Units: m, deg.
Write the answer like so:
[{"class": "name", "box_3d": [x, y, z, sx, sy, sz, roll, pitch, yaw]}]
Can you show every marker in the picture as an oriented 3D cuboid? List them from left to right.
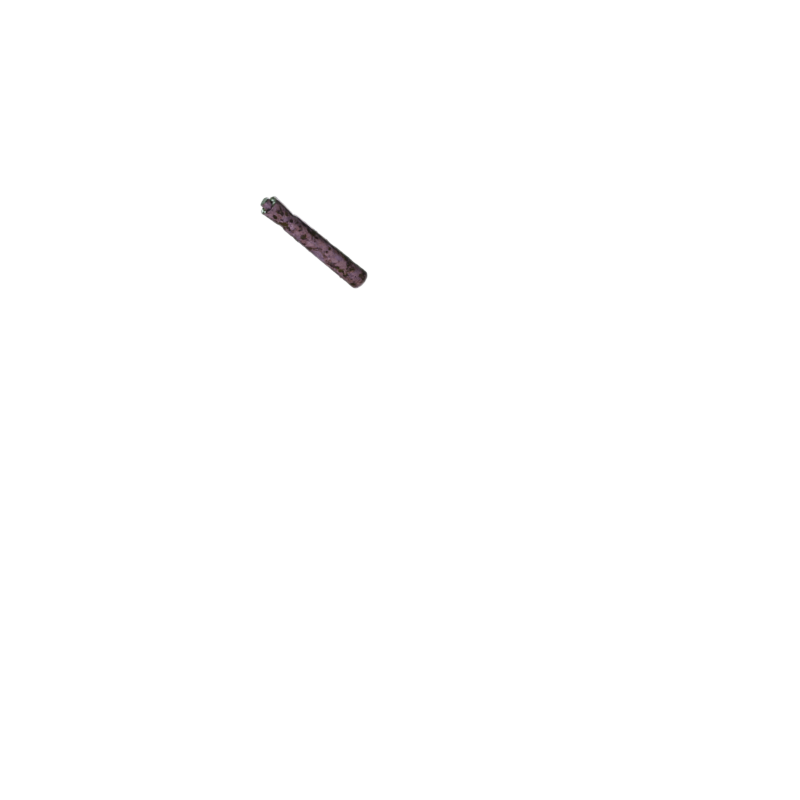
[{"class": "marker", "box_3d": [-0.075, -0.137, 0.963, 0.114, 0.020, 0.020, 37, -17, -28]}]
